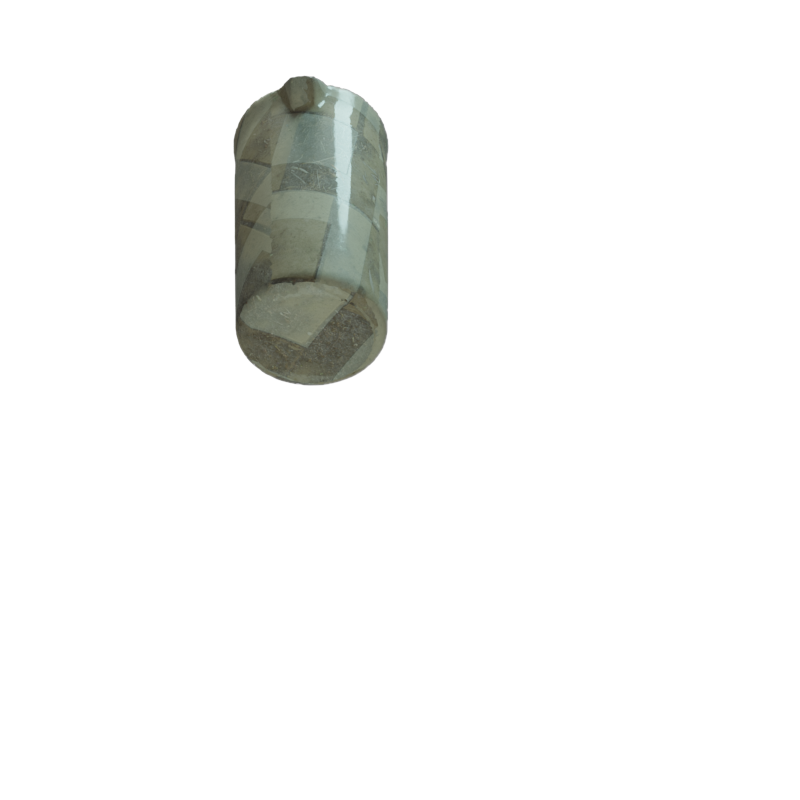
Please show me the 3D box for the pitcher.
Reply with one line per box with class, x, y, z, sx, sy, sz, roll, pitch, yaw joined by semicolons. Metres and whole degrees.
pitcher;-0.068;-0.125;0.875;0.141;0.261;0.143;32;-56;-30
